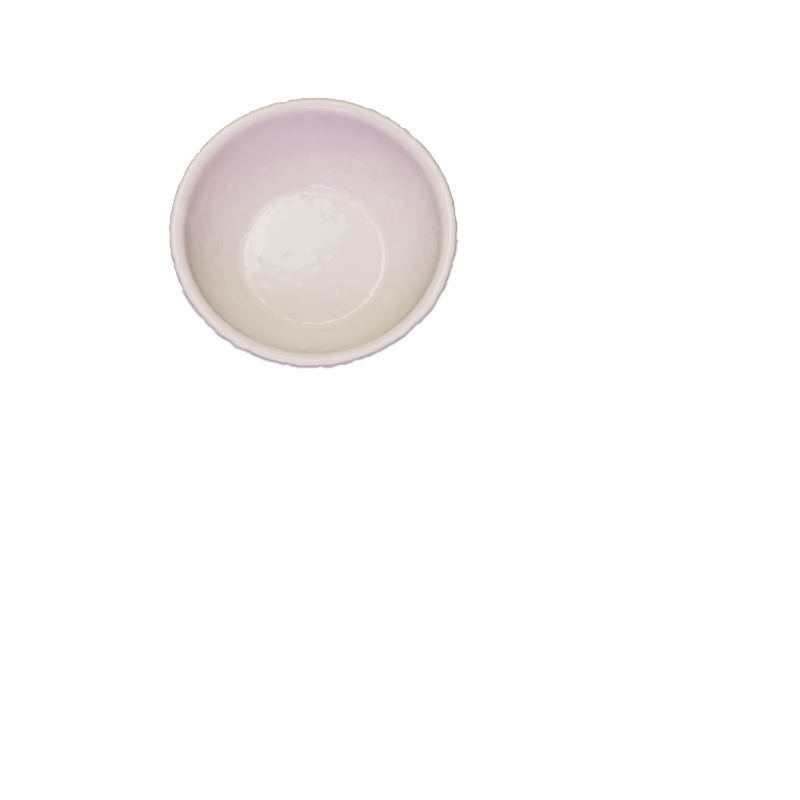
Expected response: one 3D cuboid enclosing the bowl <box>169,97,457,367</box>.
[{"bbox_3d":[-0.050,-0.092,0.644,0.162,0.169,0.053,-1,-18,-1],"label":"bowl"}]
